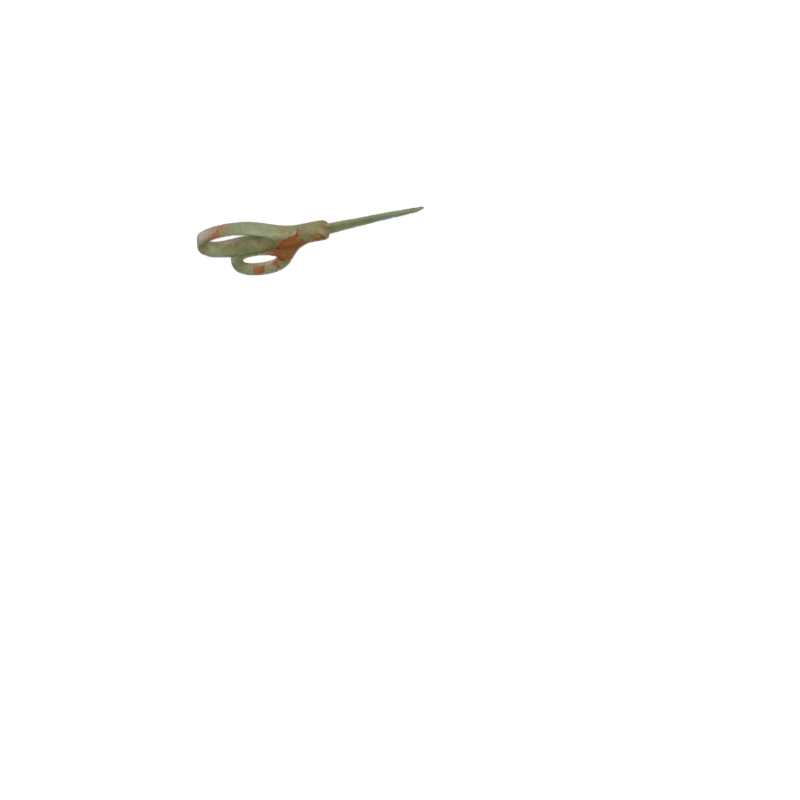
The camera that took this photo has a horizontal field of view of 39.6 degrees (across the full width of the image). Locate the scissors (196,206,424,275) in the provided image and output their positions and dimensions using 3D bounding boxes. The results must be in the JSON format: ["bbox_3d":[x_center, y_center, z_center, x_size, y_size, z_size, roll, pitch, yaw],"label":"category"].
[{"bbox_3d":[-0.076,-0.138,0.969,0.204,0.017,0.090,-3,-19,9],"label":"scissors"}]
